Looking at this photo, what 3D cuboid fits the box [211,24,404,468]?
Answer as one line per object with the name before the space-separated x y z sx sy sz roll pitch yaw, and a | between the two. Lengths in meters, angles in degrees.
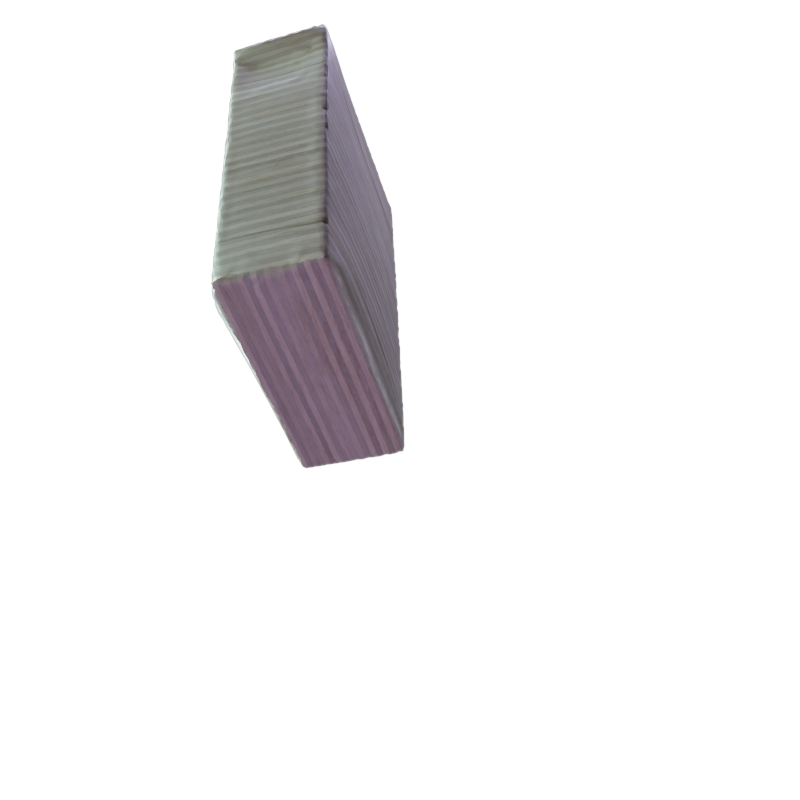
box | -0.052 -0.096 0.669 0.072 0.230 0.151 -13 -44 9
